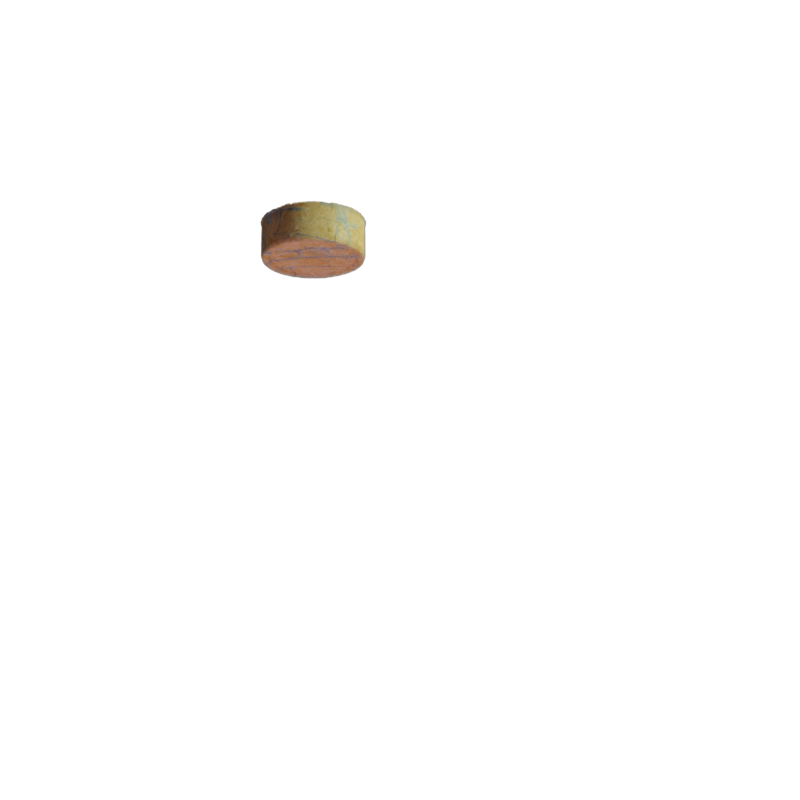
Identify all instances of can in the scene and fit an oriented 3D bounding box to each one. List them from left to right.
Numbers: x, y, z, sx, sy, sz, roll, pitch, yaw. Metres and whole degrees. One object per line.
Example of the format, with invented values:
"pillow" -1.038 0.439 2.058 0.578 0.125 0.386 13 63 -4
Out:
"can" -0.070 -0.128 0.895 0.086 0.035 0.082 0 -16 -2
